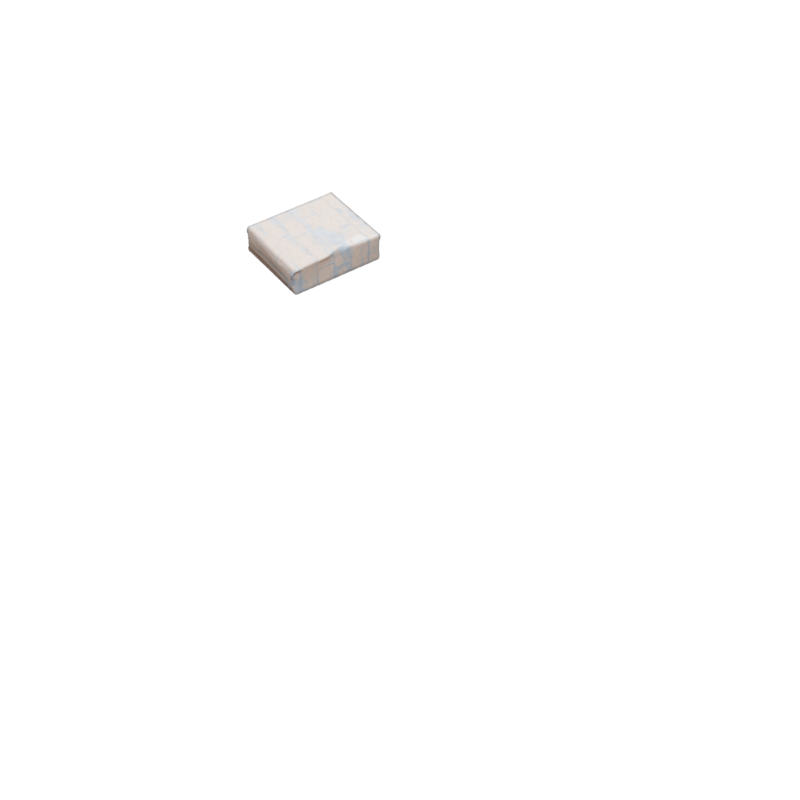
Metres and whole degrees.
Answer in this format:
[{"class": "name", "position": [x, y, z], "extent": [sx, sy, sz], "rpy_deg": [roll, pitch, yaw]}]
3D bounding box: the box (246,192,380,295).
[{"class": "box", "position": [-0.073, -0.133, 0.930], "extent": [0.089, 0.028, 0.079], "rpy_deg": [-26, 49, -25]}]
